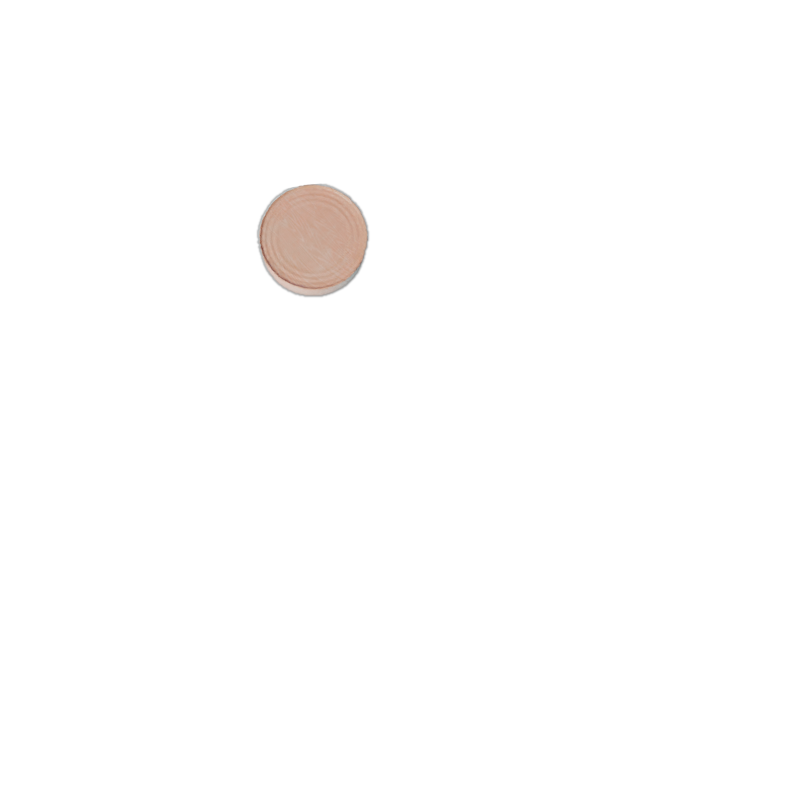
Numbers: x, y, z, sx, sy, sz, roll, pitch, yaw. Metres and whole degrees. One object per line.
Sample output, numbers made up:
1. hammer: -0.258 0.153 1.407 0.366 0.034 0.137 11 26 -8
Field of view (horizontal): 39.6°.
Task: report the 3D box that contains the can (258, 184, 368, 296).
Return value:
1. can: -0.069 -0.126 0.881 0.086 0.089 0.032 0 -14 -1
